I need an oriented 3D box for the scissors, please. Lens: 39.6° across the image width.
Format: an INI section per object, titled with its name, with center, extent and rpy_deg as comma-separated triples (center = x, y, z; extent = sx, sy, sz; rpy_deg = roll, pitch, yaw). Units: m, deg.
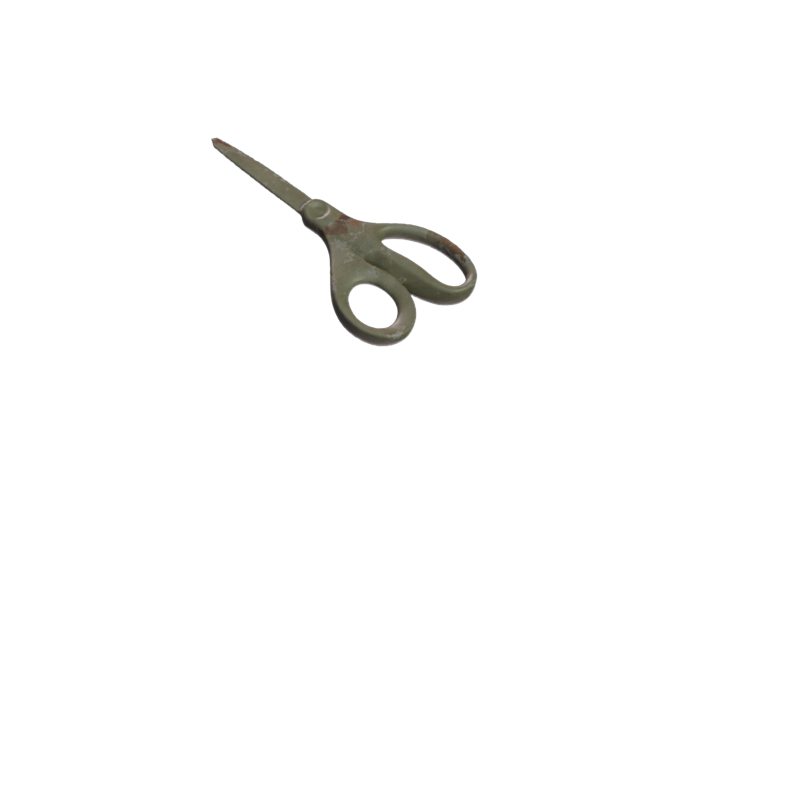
[scissors]
center = -0.053, -0.097, 0.680
extent = 0.209, 0.099, 0.015
rpy_deg = 24, -33, 16
